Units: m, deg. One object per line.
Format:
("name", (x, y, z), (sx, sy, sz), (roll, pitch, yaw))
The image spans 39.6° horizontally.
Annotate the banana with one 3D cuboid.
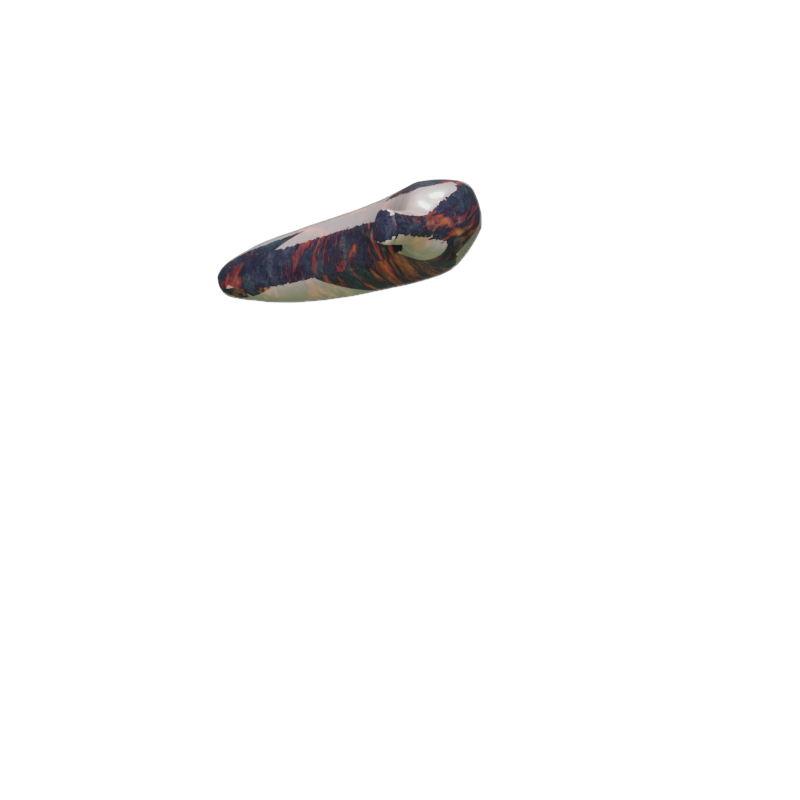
("banana", (-0.018, -0.067, 0.473), (0.067, 0.037, 0.201), (2, -3, -25))
